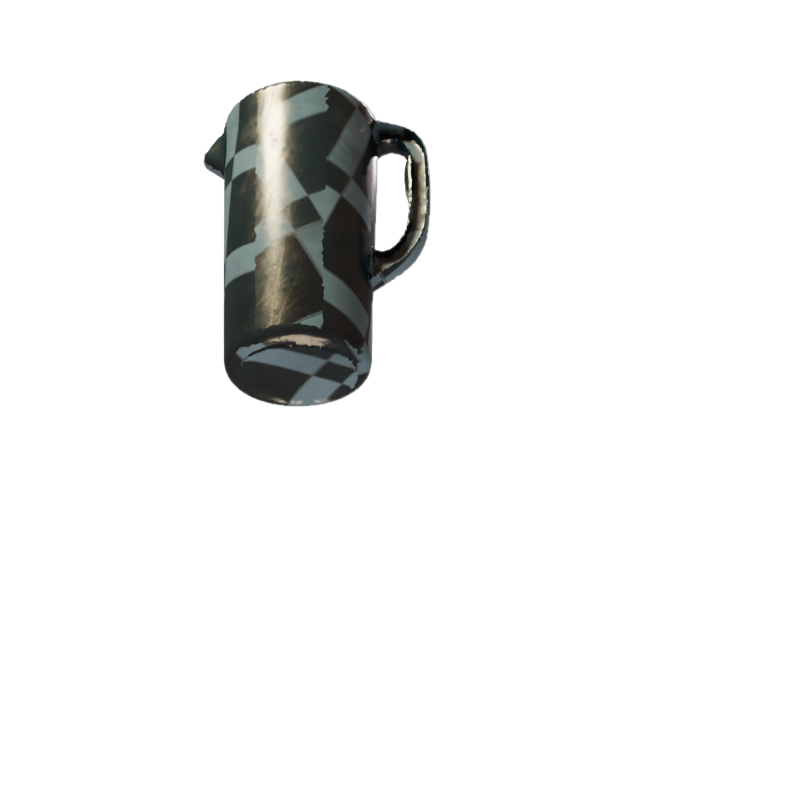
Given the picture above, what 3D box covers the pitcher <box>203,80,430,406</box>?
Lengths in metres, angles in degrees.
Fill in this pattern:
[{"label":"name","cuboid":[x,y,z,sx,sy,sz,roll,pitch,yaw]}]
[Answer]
[{"label":"pitcher","cuboid":[-0.068,-0.124,0.871,0.137,0.260,0.147,23,-41,-32]}]
